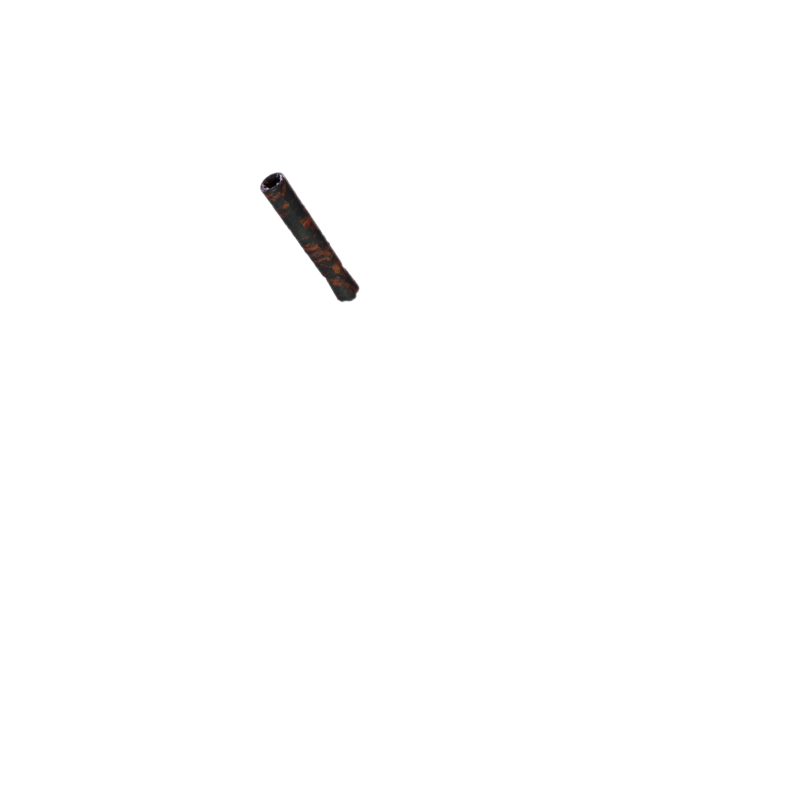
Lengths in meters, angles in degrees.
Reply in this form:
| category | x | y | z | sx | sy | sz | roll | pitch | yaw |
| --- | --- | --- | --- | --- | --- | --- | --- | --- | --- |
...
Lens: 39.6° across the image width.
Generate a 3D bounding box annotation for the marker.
| category | x | y | z | sx | sy | sz | roll | pitch | yaw |
| --- | --- | --- | --- | --- | --- | --- | --- | --- | --- |
| marker | -0.061 | -0.111 | 0.780 | 0.020 | 0.020 | 0.112 | 2 | -38 | 38 |
